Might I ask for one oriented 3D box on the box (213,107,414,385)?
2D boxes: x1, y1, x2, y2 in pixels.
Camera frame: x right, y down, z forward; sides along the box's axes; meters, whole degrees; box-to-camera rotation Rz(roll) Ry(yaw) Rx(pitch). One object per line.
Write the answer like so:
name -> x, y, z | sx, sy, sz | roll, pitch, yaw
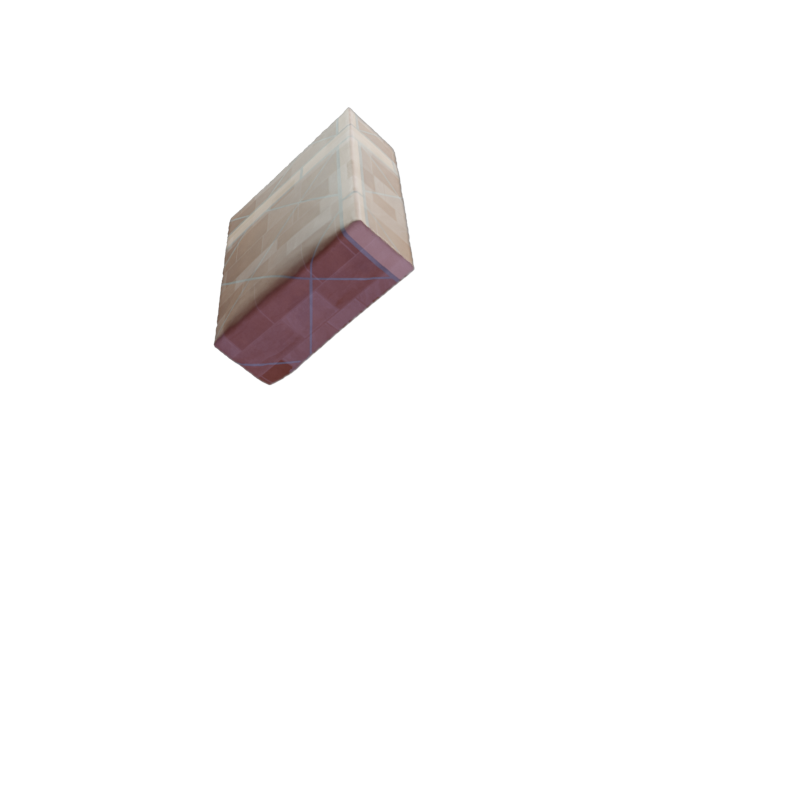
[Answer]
box -> -0.074, -0.136, 0.949 | 0.068, 0.162, 0.228 | 40, 24, -27
